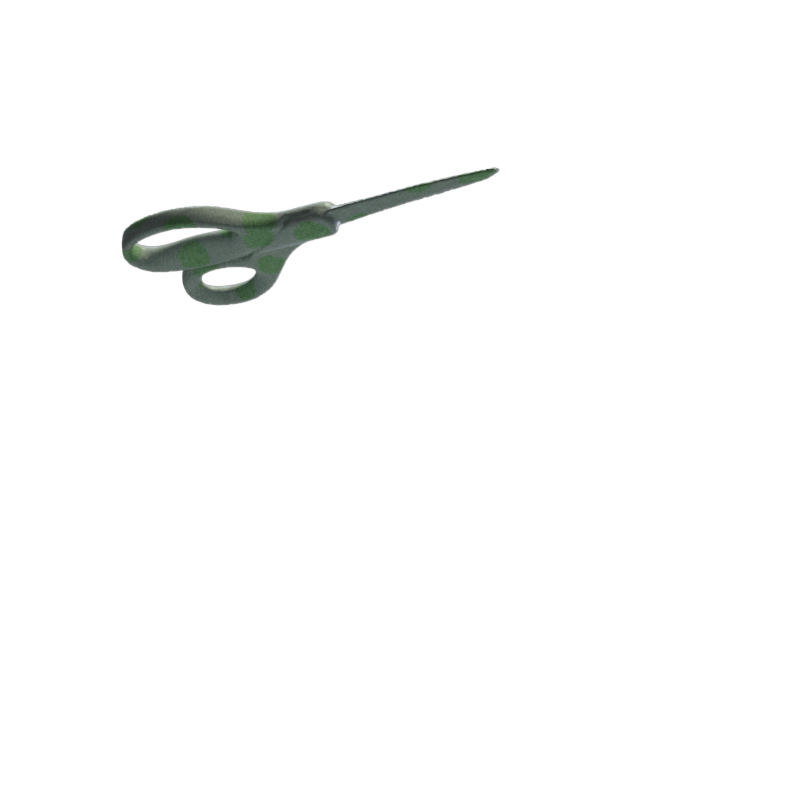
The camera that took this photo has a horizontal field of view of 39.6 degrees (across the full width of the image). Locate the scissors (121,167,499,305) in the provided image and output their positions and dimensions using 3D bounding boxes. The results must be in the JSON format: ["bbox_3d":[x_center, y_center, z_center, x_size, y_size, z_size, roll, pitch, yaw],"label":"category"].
[{"bbox_3d":[-0.046,-0.084,0.587,0.204,0.017,0.090,-5,-26,10],"label":"scissors"}]
